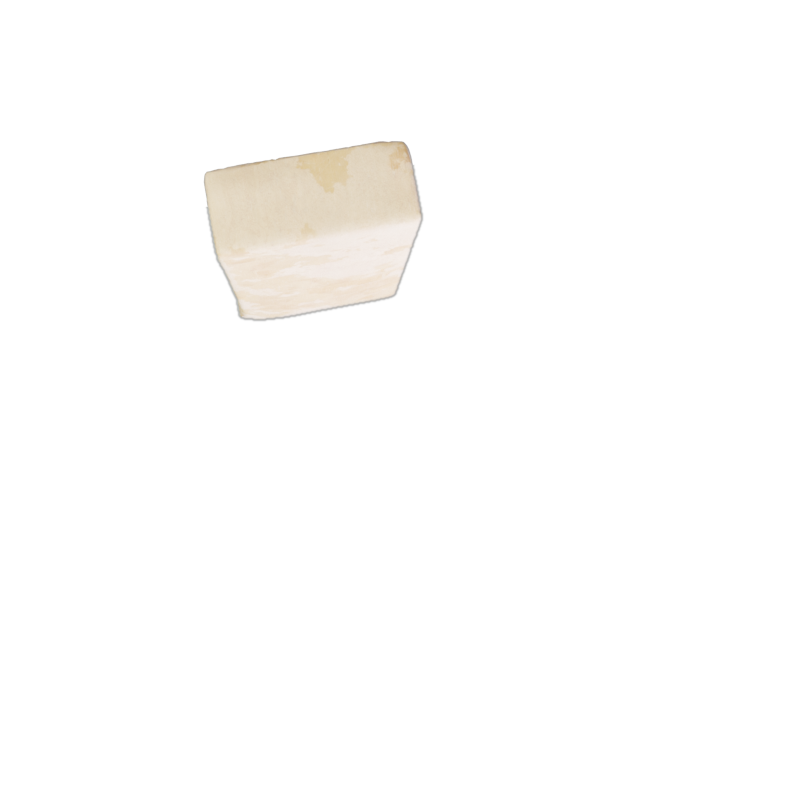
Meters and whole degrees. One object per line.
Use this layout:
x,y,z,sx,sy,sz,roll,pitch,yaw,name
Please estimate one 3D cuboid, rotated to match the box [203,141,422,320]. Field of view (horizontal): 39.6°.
-0.044,-0.081,0.562,0.093,0.049,0.172,-10,-8,-5,box
